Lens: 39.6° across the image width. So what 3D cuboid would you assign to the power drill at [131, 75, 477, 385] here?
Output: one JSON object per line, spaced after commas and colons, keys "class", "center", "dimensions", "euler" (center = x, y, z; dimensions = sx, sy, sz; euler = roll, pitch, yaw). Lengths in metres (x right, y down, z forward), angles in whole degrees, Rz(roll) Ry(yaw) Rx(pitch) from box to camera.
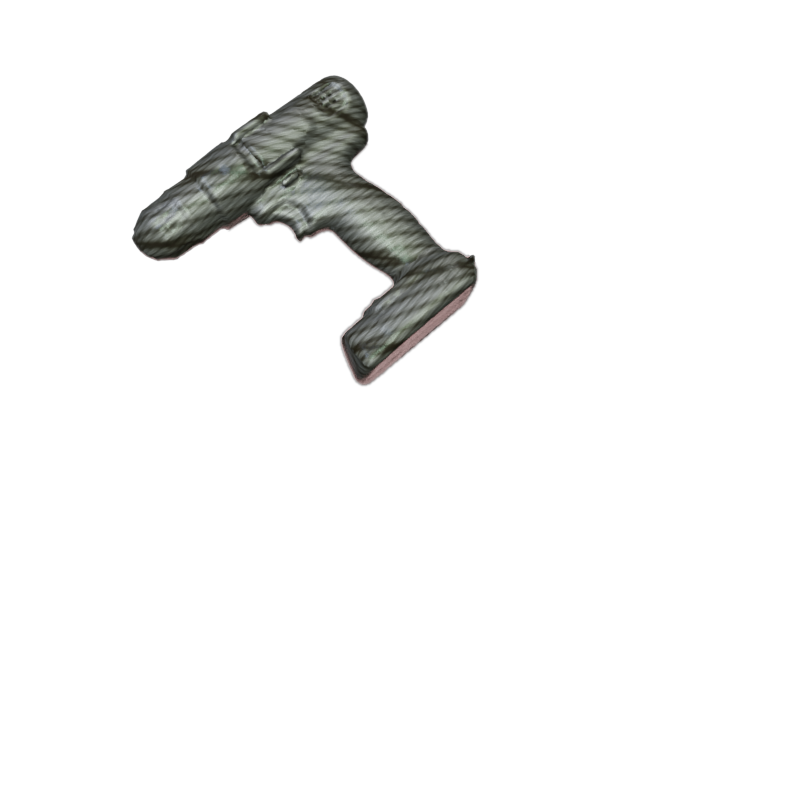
{"class": "power drill", "center": [-0.057, -0.104, 0.728], "dimensions": [0.185, 0.195, 0.055], "euler": [-38, -14, -12]}
